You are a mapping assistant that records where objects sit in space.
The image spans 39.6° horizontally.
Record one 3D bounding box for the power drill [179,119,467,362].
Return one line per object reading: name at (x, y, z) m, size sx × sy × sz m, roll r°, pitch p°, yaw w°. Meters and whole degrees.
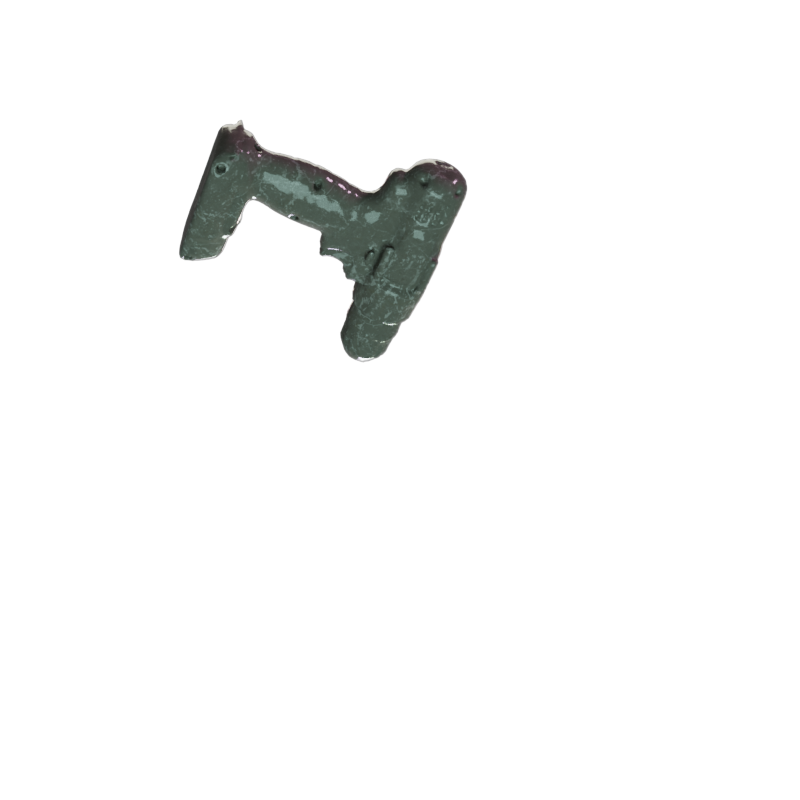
power drill at (-0.065, -0.118, 0.825) m, size 0.184 × 0.176 × 0.061 m, roll 16°, pitch 35°, yaw -12°
